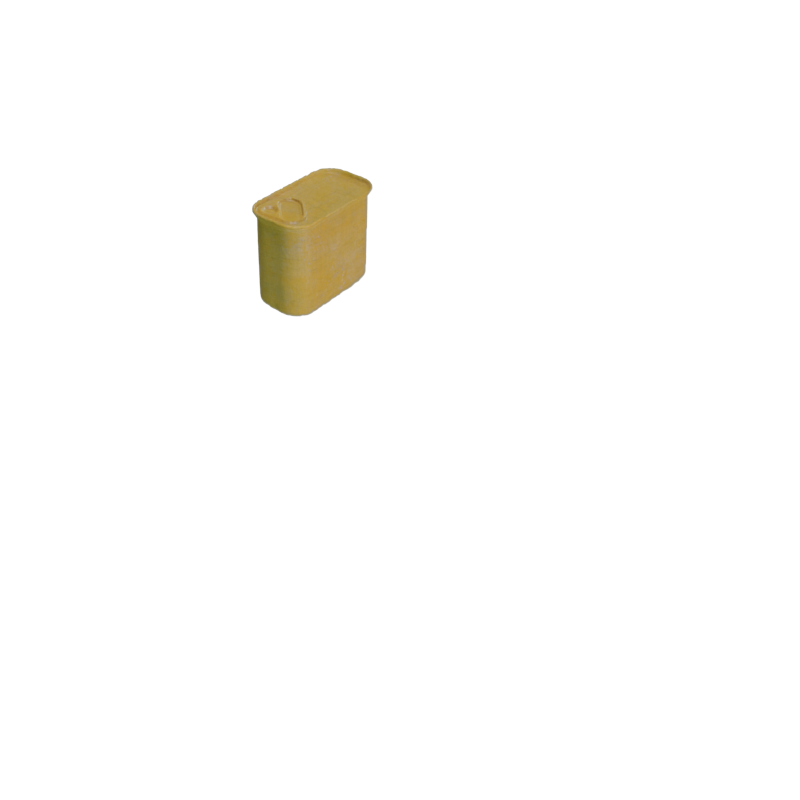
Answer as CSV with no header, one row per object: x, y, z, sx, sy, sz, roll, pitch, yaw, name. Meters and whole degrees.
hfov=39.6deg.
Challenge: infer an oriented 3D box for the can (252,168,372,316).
-0.070,-0.127,0.888,0.061,0.079,0.103,24,40,29,can
